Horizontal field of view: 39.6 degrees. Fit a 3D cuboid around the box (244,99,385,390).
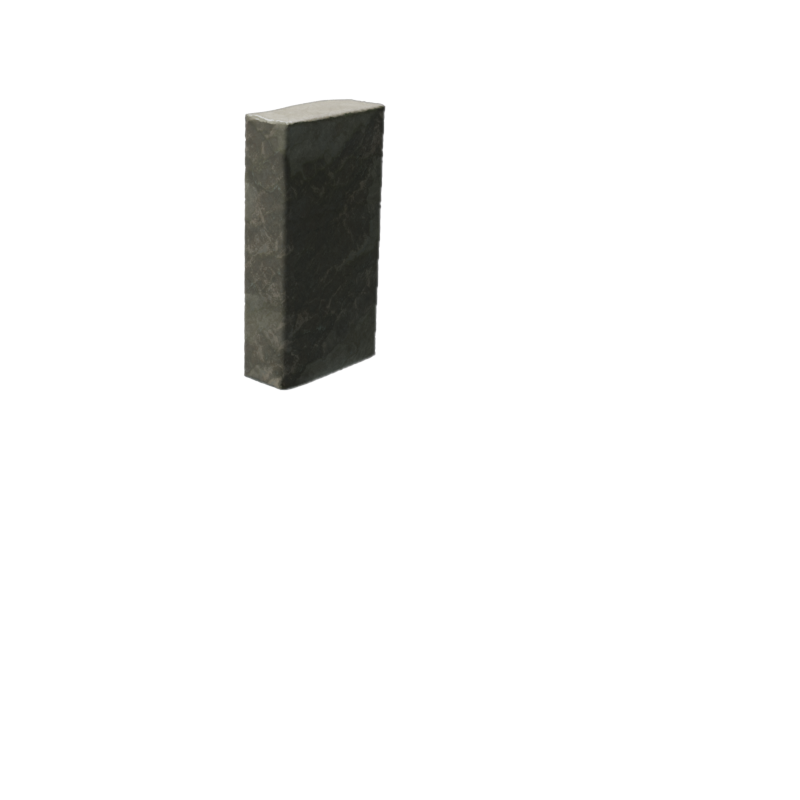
[{"bbox_3d":[-0.056,-0.103,0.719,0.051,0.170,0.092,14,22,38],"label":"box"}]
